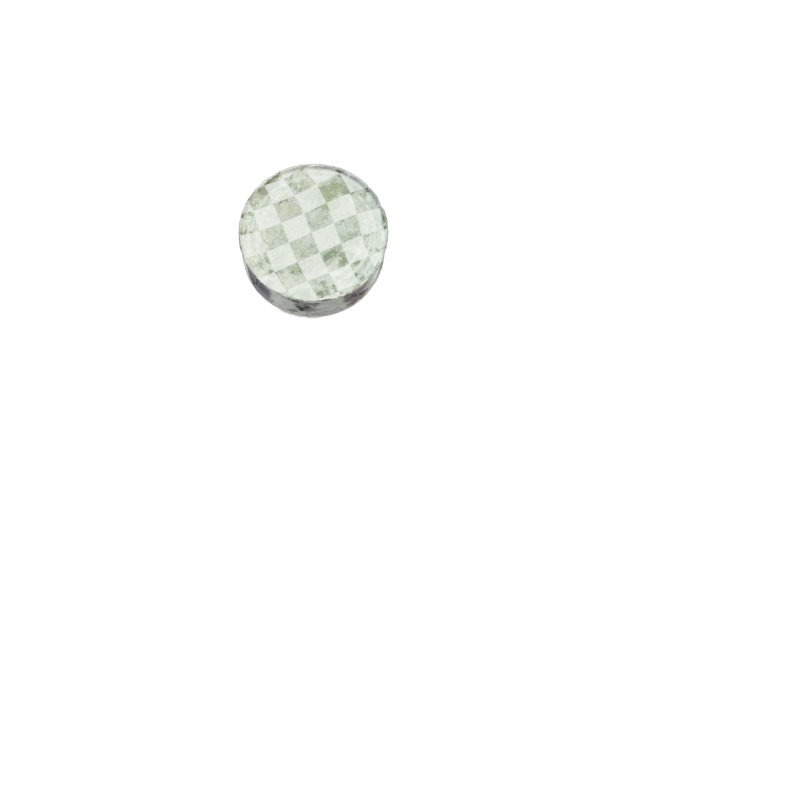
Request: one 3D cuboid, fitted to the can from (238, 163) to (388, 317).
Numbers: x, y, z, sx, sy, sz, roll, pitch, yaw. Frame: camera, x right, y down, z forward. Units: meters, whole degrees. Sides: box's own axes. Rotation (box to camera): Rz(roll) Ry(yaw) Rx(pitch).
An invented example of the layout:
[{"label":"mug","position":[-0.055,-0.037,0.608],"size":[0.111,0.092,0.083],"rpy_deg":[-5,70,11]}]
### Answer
[{"label":"can","position":[-0.051,-0.092,0.648],"size":[0.086,0.090,0.032],"rpy_deg":[-1,-21,-1]}]
